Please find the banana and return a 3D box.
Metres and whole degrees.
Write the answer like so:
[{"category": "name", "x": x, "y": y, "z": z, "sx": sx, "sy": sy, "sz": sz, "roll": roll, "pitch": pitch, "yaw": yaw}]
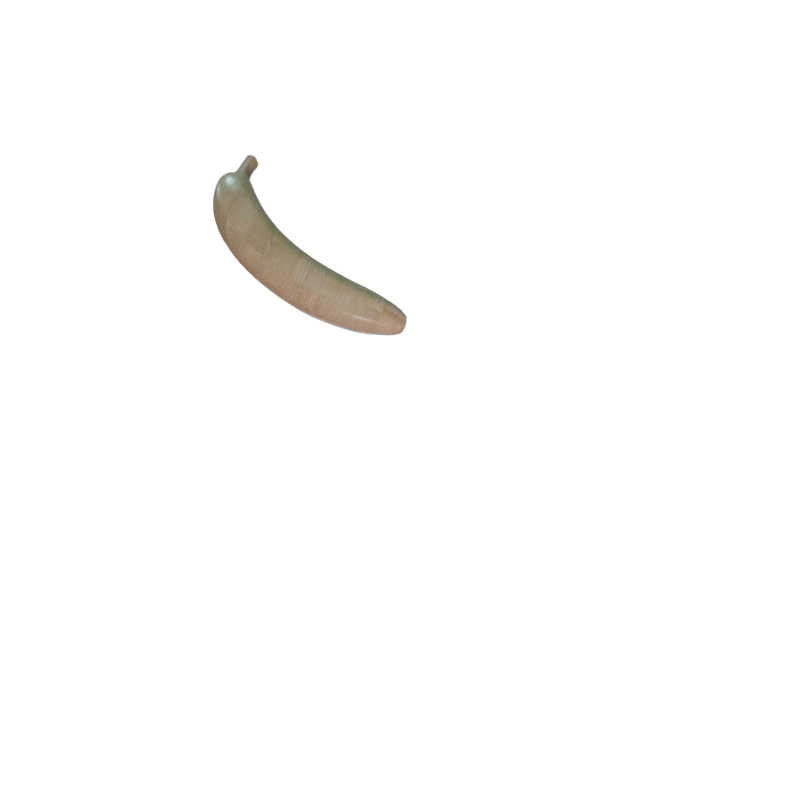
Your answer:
[{"category": "banana", "x": -0.080, "y": -0.108, "z": 0.800, "sx": 0.070, "sy": 0.211, "sz": 0.034, "roll": -31, "pitch": -28, "yaw": -19}]
